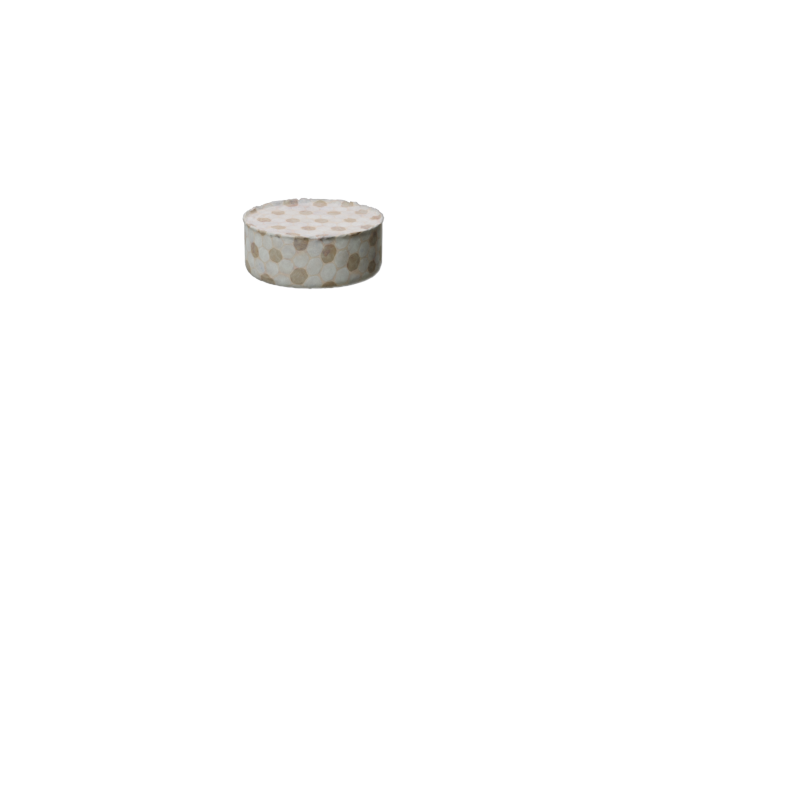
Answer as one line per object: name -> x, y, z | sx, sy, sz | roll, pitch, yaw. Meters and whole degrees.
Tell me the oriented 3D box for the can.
can -> -0.053, -0.097, 0.678 | 0.086, 0.032, 0.090 | -1, 23, -2
